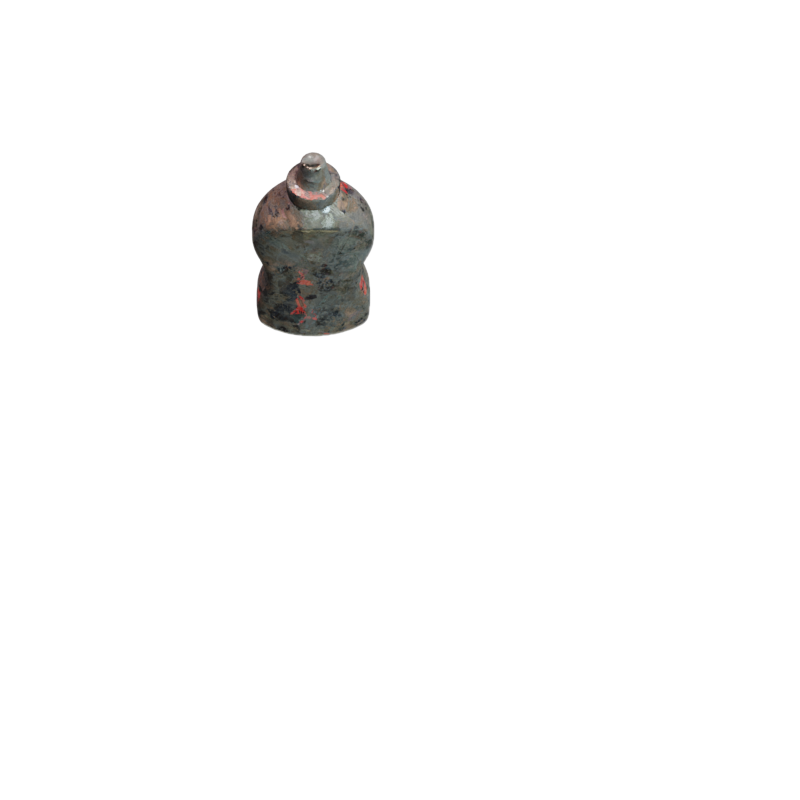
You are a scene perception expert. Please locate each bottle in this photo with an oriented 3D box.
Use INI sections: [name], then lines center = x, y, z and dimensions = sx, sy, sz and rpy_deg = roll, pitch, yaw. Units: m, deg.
[bottle]
center = -0.069, -0.126, 0.883
dimensions = 0.096, 0.062, 0.179
rpy_deg = 2, -34, -2
